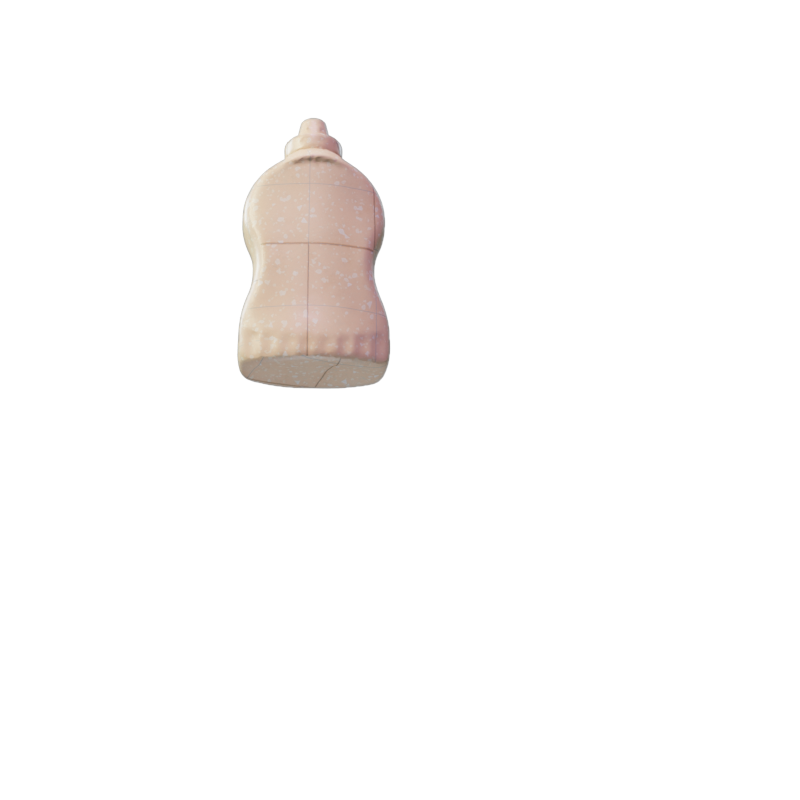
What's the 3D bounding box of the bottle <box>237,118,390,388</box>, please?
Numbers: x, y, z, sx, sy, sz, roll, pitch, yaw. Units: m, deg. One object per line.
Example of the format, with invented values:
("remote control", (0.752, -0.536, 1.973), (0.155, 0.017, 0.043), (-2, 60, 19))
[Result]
("bottle", (-0.058, -0.106, 0.742), (0.096, 0.203, 0.055), (0, -26, -4))
